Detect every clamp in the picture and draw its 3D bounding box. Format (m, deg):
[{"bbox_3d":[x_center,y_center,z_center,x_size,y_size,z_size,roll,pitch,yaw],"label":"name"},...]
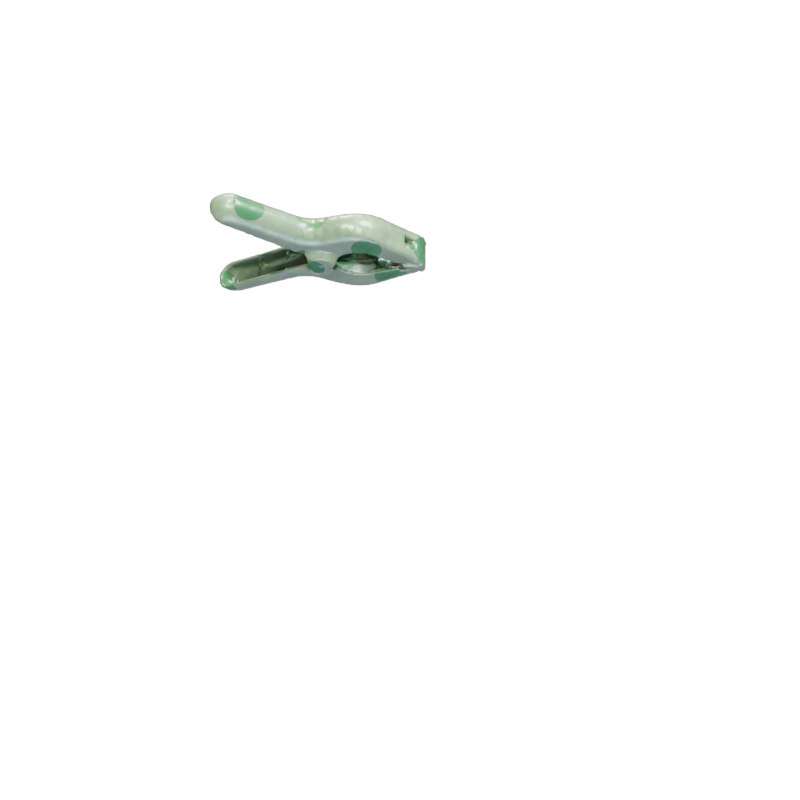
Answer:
[{"bbox_3d":[-0.067,-0.123,0.859,0.173,0.041,0.113,-3,-20,7],"label":"clamp"}]
